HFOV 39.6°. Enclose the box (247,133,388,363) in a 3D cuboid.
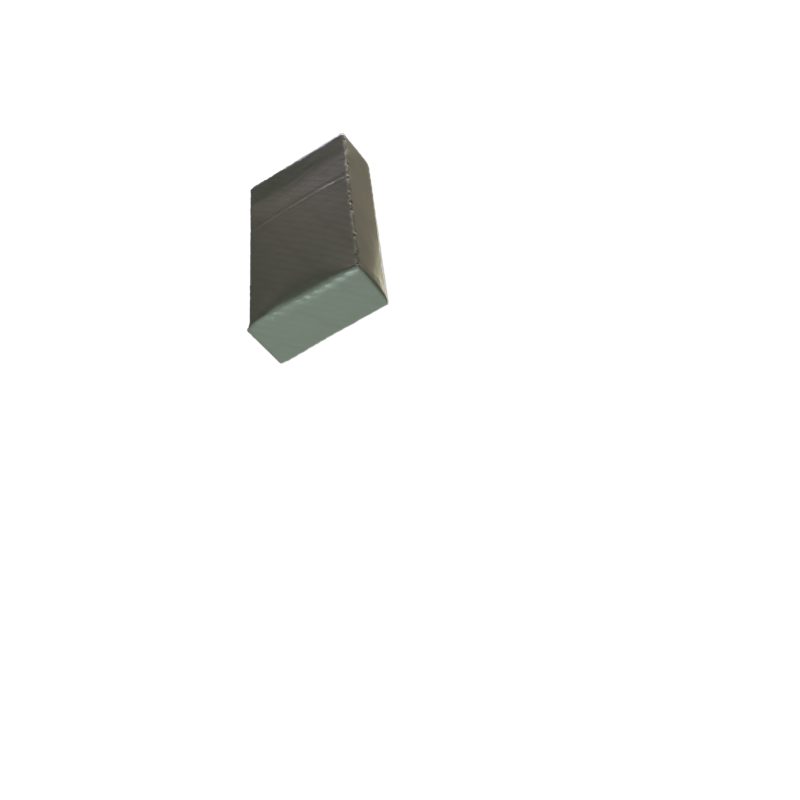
[{"bbox_3d":[-0.063,-0.115,0.808,0.093,0.045,0.189,-28,36,18],"label":"box"}]
